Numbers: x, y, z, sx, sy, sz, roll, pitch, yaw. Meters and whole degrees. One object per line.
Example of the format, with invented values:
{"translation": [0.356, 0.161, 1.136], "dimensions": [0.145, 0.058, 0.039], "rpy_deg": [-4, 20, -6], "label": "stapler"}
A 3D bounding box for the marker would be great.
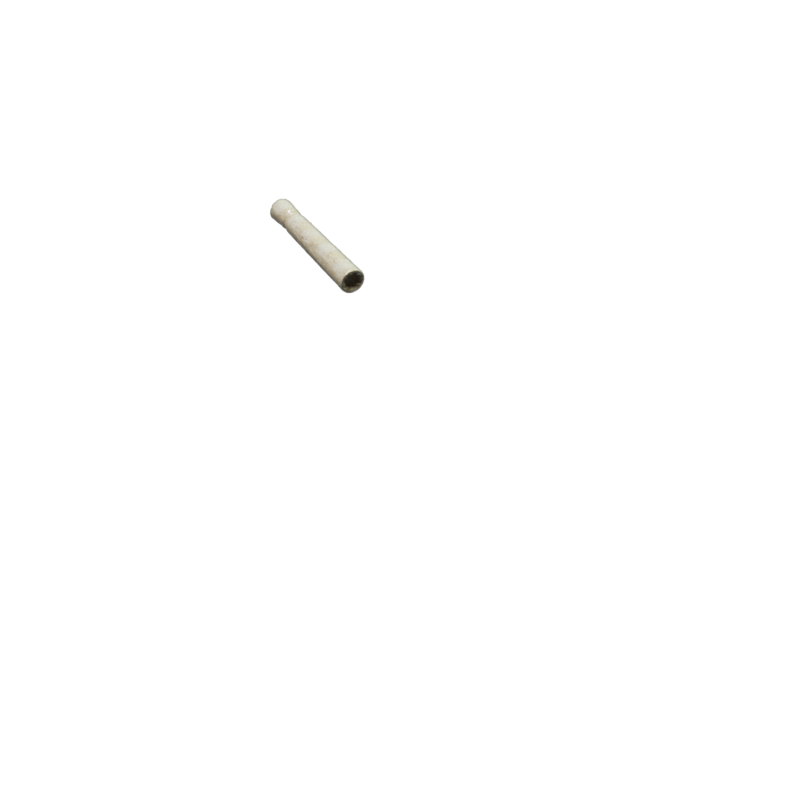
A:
{"translation": [-0.063, -0.115, 0.802], "dimensions": [0.019, 0.019, 0.131], "rpy_deg": [-2, 33, -32], "label": "marker"}
